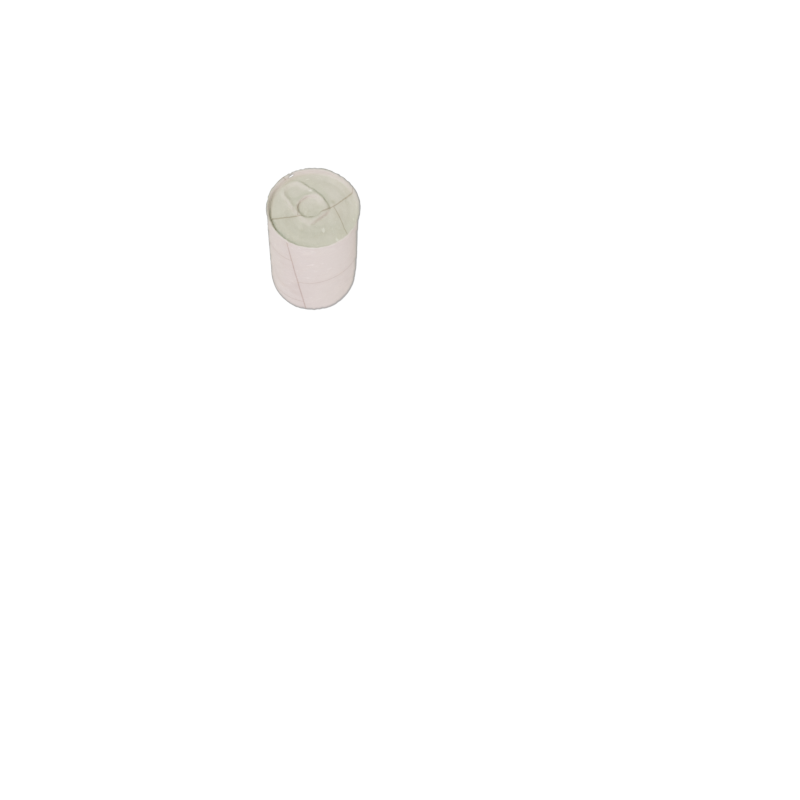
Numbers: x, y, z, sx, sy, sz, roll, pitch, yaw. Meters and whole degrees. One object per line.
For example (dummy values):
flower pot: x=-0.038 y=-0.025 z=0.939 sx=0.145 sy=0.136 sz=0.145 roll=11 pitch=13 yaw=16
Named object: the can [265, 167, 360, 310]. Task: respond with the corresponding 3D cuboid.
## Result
can: x=-0.065 y=-0.119 z=0.836 sx=0.068 sy=0.073 sz=0.097 roll=0 pitch=-25 yaw=-3
